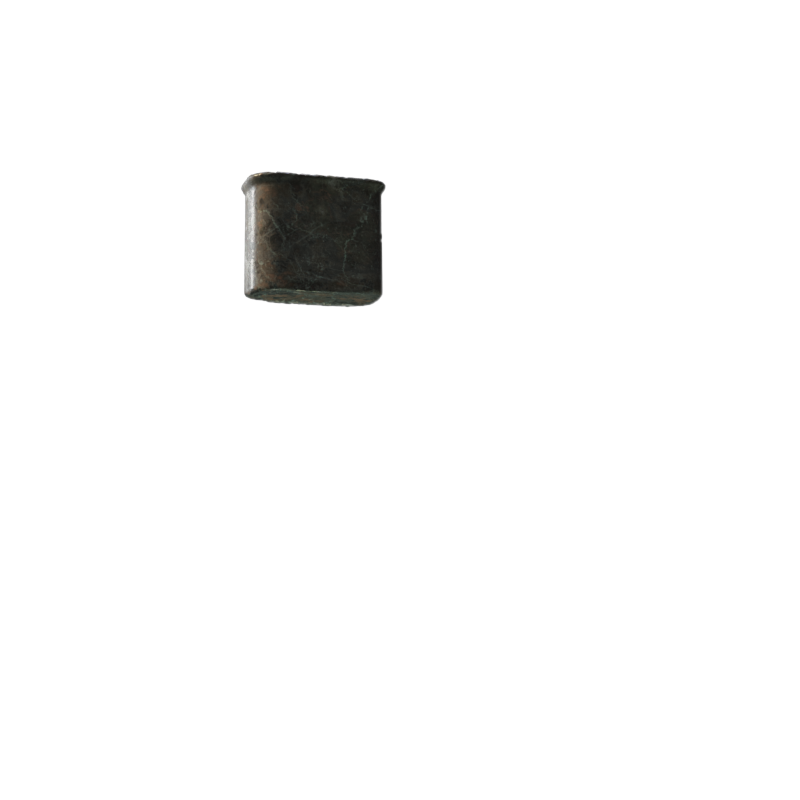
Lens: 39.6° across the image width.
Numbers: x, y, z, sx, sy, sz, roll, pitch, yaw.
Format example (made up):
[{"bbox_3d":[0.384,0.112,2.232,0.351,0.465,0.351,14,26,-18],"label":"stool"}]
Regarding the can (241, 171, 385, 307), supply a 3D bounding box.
[{"bbox_3d":[-0.062,-0.113,0.793,0.100,0.086,0.057,2,-11,-17],"label":"can"}]
